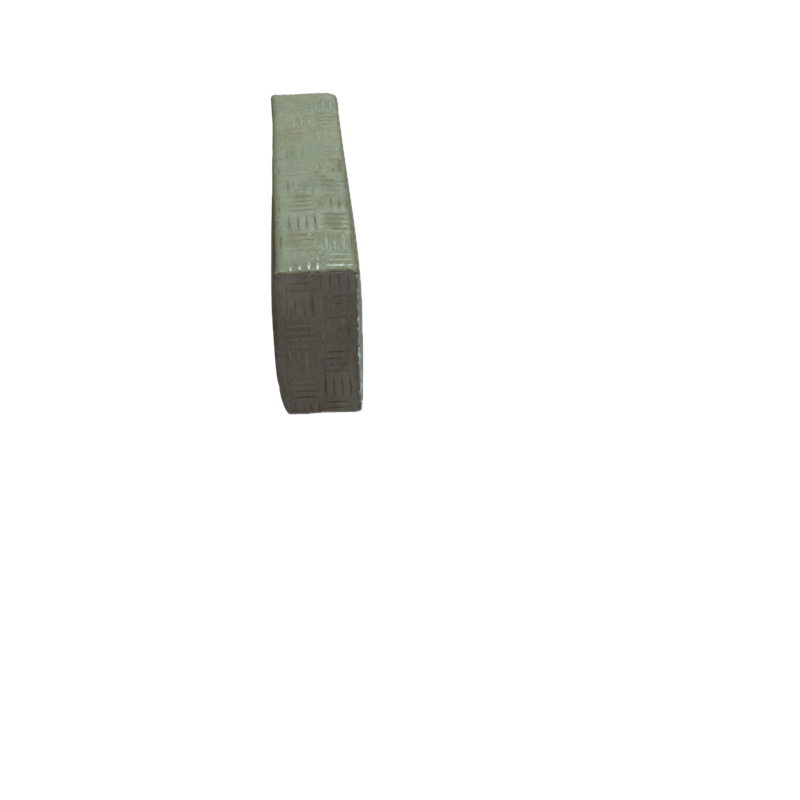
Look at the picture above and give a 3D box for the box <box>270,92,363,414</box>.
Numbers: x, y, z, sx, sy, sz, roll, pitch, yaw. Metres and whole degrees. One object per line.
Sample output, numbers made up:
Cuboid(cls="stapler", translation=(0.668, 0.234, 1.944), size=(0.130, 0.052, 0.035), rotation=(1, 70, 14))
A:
Cuboid(cls="box", translation=(-0.047, -0.086, 0.600), size=(0.048, 0.087, 0.189), rotation=(-2, 41, -3))
